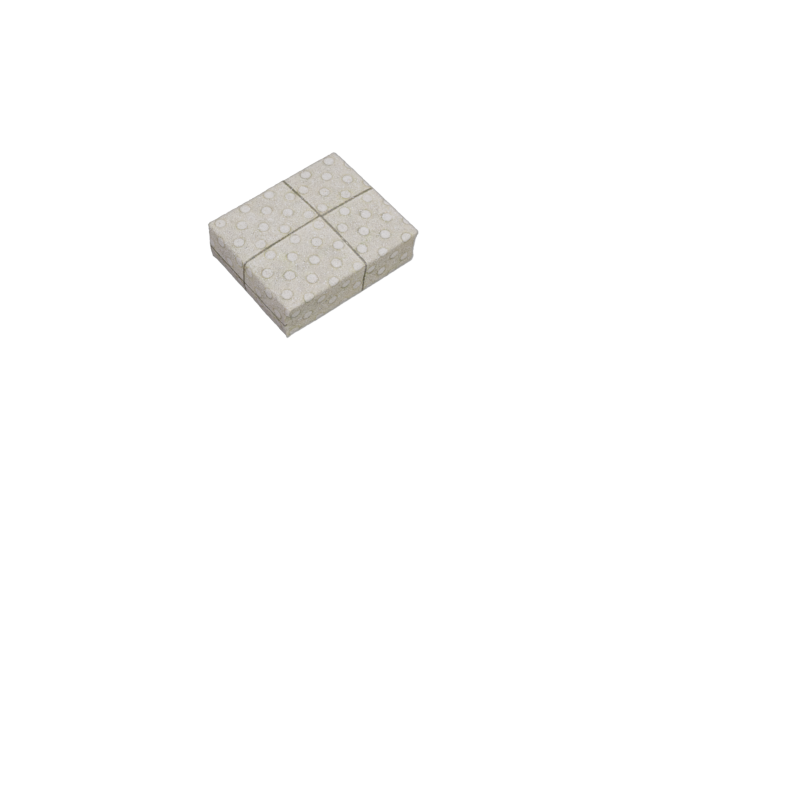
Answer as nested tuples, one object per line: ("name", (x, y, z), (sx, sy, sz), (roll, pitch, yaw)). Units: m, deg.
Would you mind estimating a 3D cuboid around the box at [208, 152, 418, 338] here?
("box", (-0.059, -0.107, 0.749), (0.114, 0.096, 0.036), (-35, -27, -22))
